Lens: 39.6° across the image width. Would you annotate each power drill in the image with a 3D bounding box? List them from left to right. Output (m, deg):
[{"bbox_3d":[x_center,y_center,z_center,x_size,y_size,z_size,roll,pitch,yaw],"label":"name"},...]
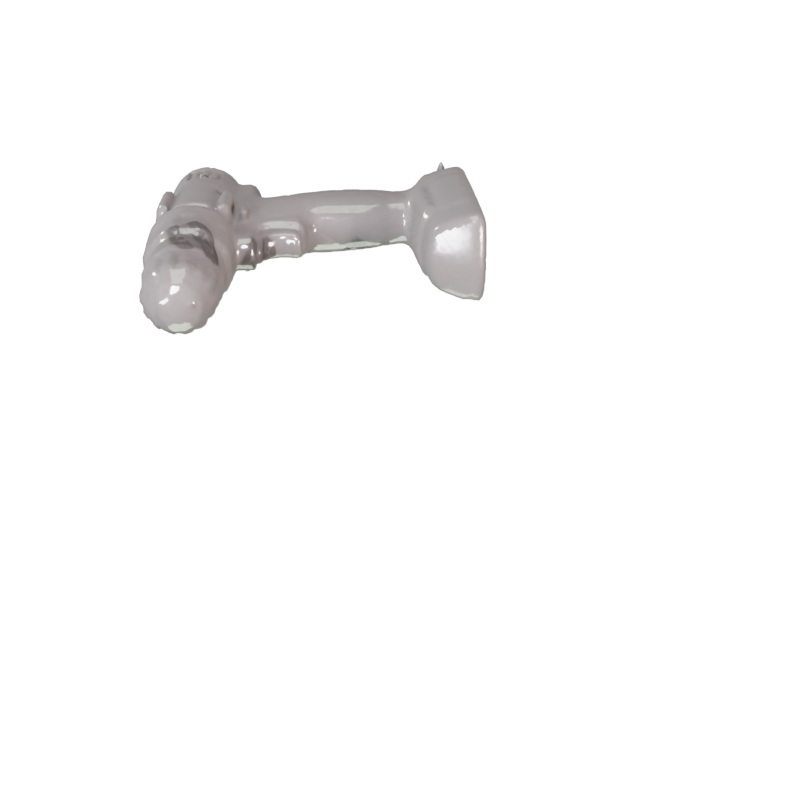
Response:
[{"bbox_3d":[-0.049,-0.090,0.628,0.187,0.054,0.195,-1,28,-2],"label":"power drill"}]
